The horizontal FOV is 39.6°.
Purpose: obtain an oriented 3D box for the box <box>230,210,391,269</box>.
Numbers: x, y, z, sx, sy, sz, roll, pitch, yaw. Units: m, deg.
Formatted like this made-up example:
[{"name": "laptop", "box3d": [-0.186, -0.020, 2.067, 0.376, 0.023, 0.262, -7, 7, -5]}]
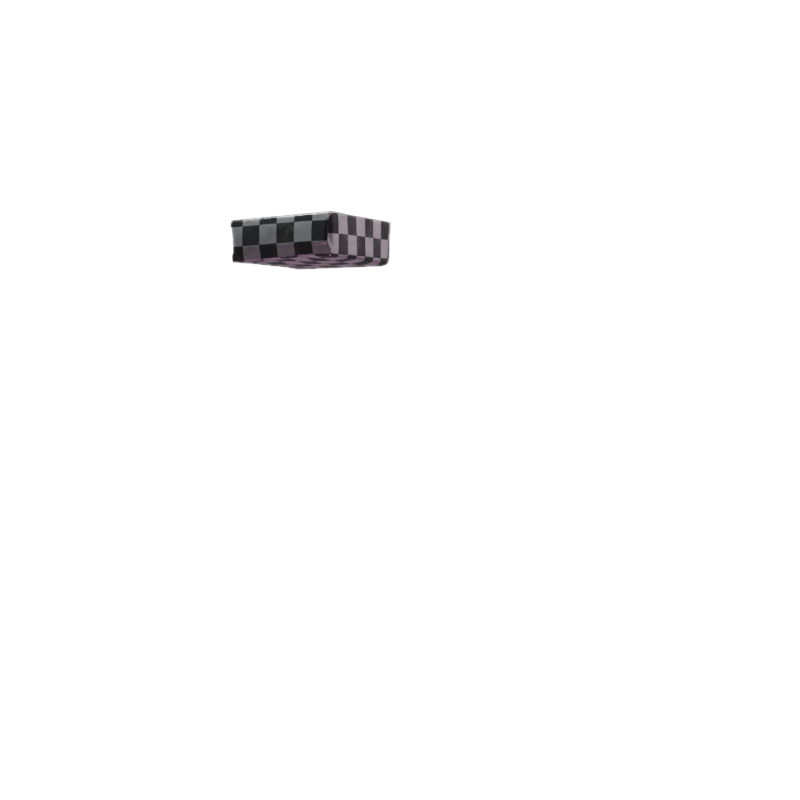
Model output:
[{"name": "box", "box3d": [-0.070, -0.128, 0.893, 0.092, 0.039, 0.109, 0, 1, 26]}]
